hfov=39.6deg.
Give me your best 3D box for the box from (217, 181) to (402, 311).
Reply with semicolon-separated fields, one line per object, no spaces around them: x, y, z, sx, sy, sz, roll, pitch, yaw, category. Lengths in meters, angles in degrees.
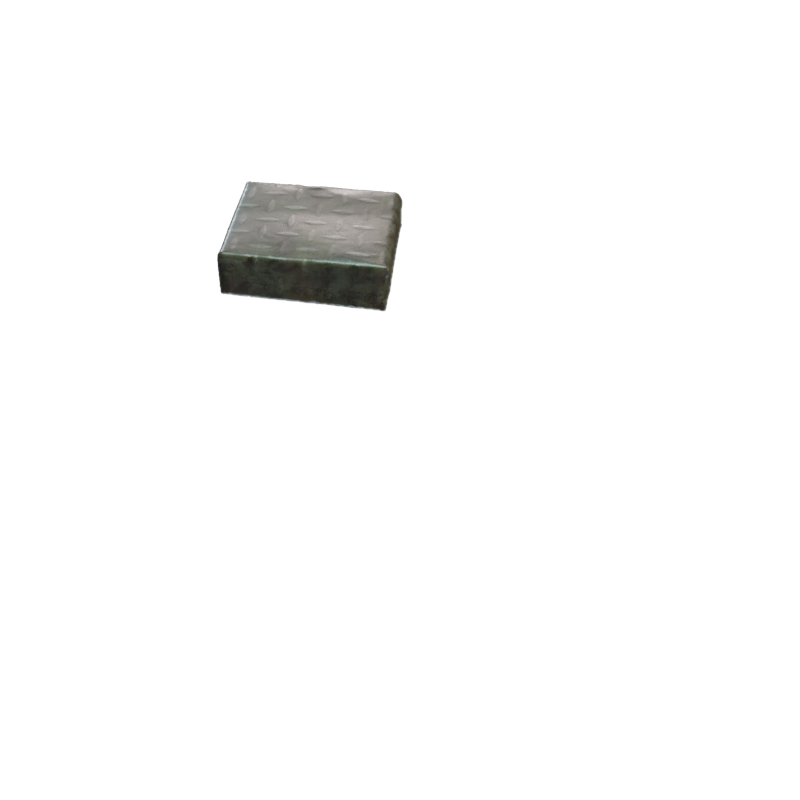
-0.046;-0.084;0.590;0.090;0.028;0.077;5;39;6;box
